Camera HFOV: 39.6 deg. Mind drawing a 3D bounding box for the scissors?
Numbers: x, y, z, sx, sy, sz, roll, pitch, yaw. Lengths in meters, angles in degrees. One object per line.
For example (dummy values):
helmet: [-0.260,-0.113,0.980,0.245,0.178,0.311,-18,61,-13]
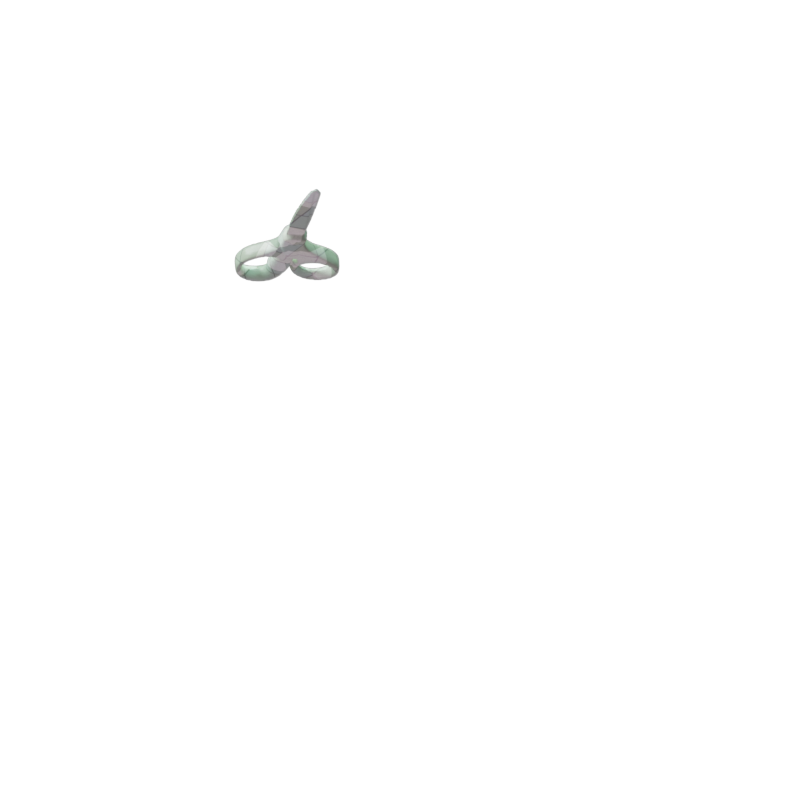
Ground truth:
scissors: [-0.069,-0.125,0.875,0.093,0.016,0.202,6,-12,-28]
